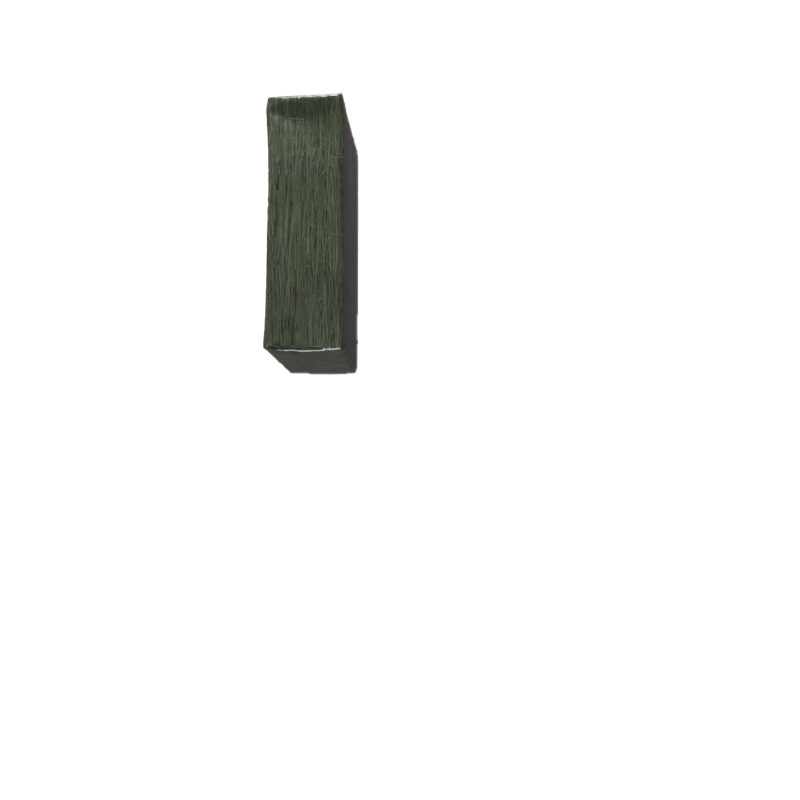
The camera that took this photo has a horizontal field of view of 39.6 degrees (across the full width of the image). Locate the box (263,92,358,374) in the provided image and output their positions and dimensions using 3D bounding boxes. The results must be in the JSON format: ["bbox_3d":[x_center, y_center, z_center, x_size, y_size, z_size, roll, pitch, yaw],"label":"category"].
[{"bbox_3d":[-0.075,-0.137,0.958,0.072,0.220,0.159,-1,-10,3],"label":"box"}]
